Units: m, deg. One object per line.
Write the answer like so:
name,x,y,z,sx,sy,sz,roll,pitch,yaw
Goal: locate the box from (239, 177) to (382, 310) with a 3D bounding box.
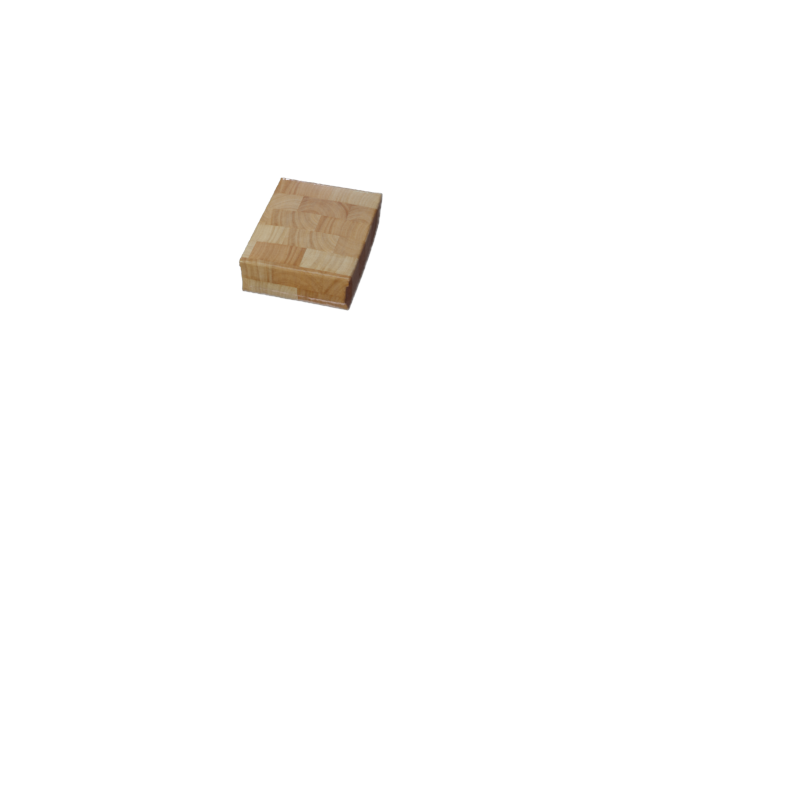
box,-0.070,-0.128,0.895,0.092,0.036,0.119,10,45,10
